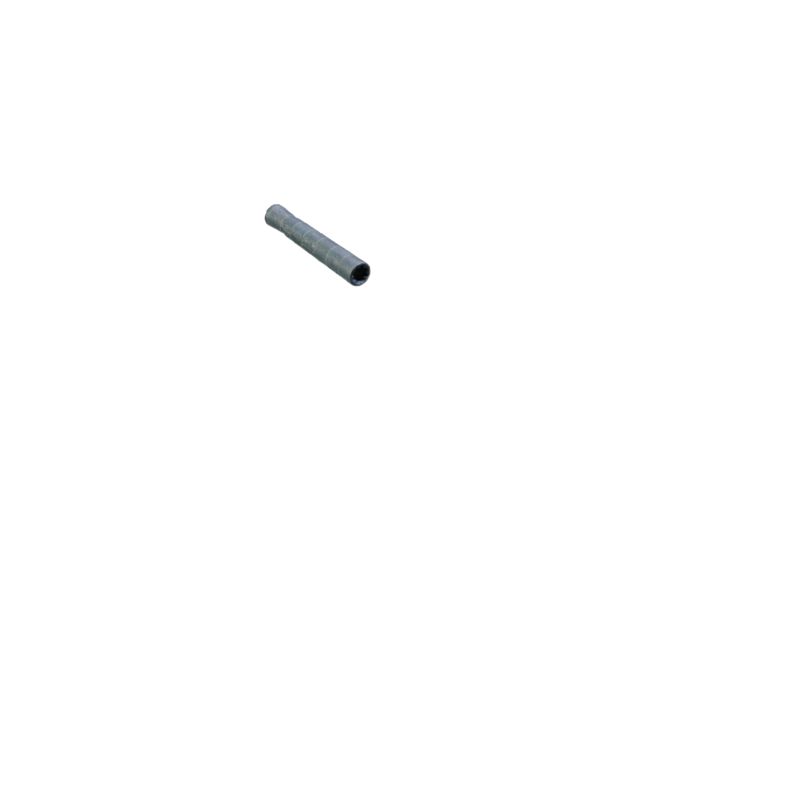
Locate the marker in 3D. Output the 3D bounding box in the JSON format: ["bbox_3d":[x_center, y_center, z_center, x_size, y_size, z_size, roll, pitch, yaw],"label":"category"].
[{"bbox_3d":[-0.065,-0.118,0.824,0.019,0.019,0.130,-3,29,-38],"label":"marker"}]
